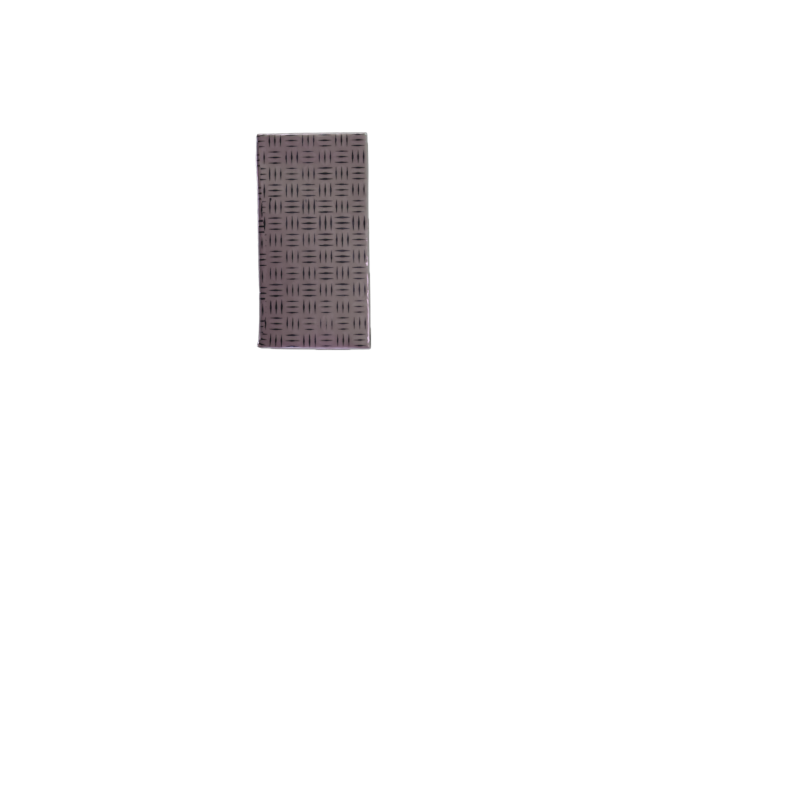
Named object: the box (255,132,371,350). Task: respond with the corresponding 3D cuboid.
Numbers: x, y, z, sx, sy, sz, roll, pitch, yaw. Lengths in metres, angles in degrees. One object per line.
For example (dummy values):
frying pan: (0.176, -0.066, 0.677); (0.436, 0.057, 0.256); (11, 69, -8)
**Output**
box: (-0.071, -0.130, 0.910); (0.093, 0.178, 0.048); (0, -4, 0)
